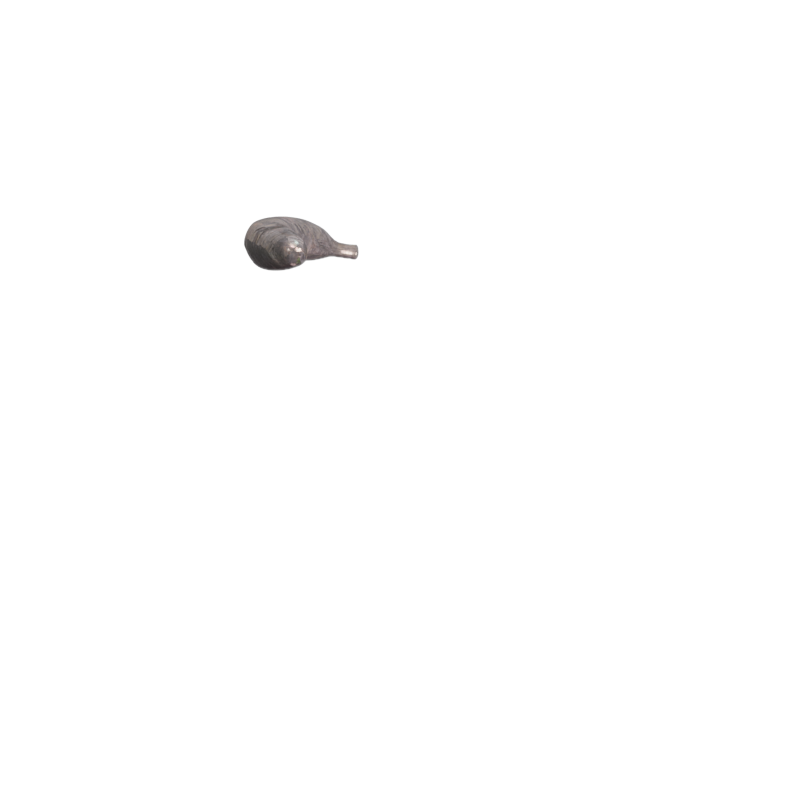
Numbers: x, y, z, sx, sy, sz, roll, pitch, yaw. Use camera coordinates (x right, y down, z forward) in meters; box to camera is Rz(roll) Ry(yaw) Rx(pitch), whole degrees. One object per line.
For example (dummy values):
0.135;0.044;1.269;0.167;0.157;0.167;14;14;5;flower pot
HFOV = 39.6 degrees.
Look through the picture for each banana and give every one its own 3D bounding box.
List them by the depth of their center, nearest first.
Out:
-0.083;-0.120;0.839;0.071;0.036;0.198;2;10;10;banana
